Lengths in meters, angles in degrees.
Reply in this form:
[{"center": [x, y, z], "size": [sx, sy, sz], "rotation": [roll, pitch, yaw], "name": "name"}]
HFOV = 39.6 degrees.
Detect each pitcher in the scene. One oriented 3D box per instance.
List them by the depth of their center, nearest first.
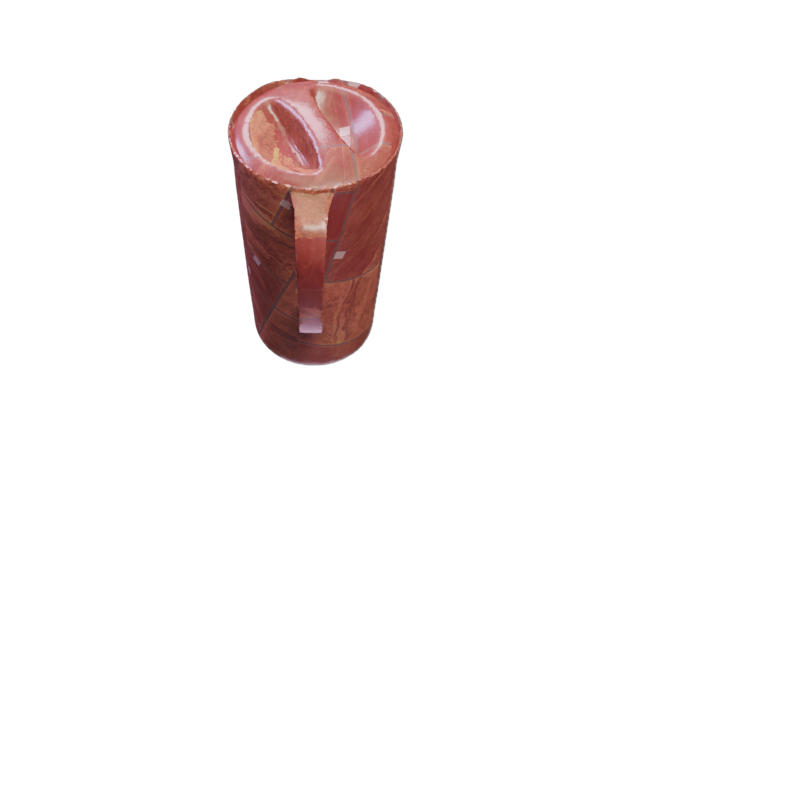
[{"center": [-0.072, -0.131, 0.918], "size": [0.154, 0.226, 0.151], "rotation": [38, 58, 25], "name": "pitcher"}]
